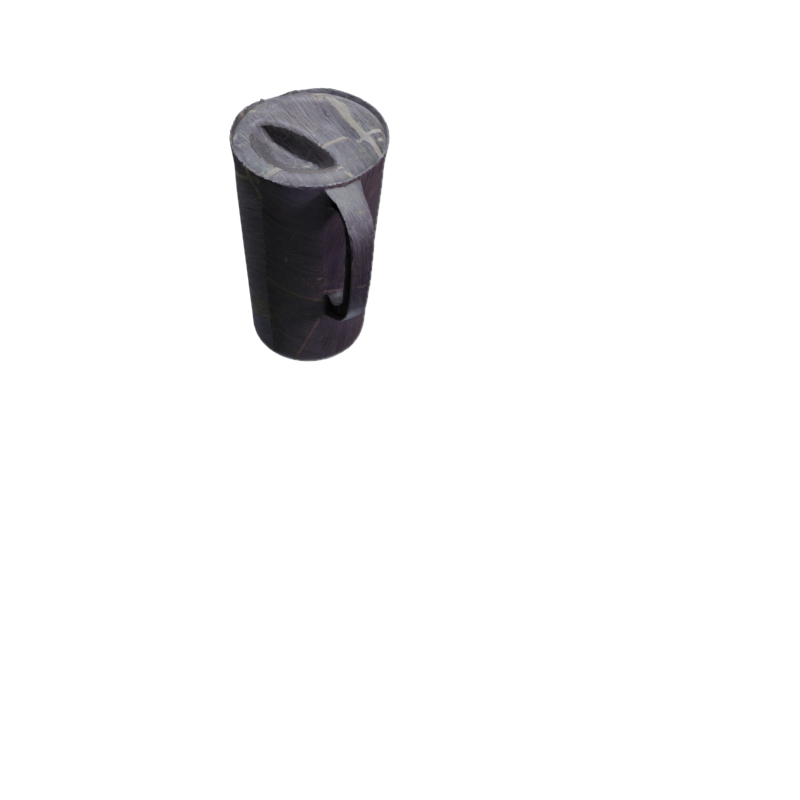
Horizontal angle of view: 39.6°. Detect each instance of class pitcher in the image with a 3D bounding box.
[{"bbox_3d":[-0.078,-0.141,0.990,0.148,0.156,0.226,15,-41,10],"label":"pitcher"}]
